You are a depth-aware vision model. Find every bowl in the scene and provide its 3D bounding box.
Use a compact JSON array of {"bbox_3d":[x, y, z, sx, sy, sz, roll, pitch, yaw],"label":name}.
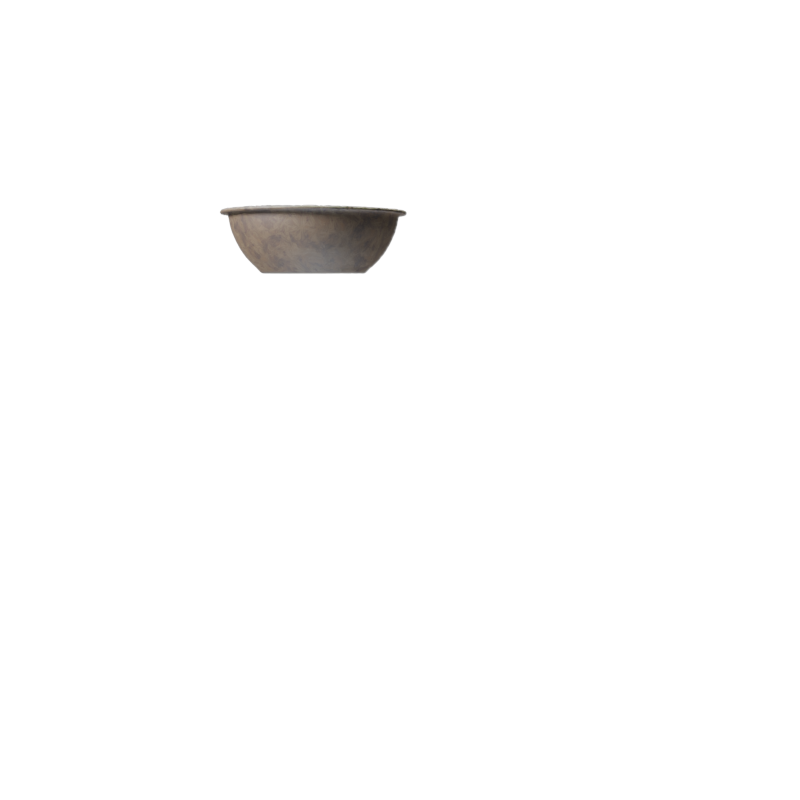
[{"bbox_3d":[-0.075,-0.137,0.957,0.162,0.055,0.163,0,5,-2],"label":"bowl"}]
